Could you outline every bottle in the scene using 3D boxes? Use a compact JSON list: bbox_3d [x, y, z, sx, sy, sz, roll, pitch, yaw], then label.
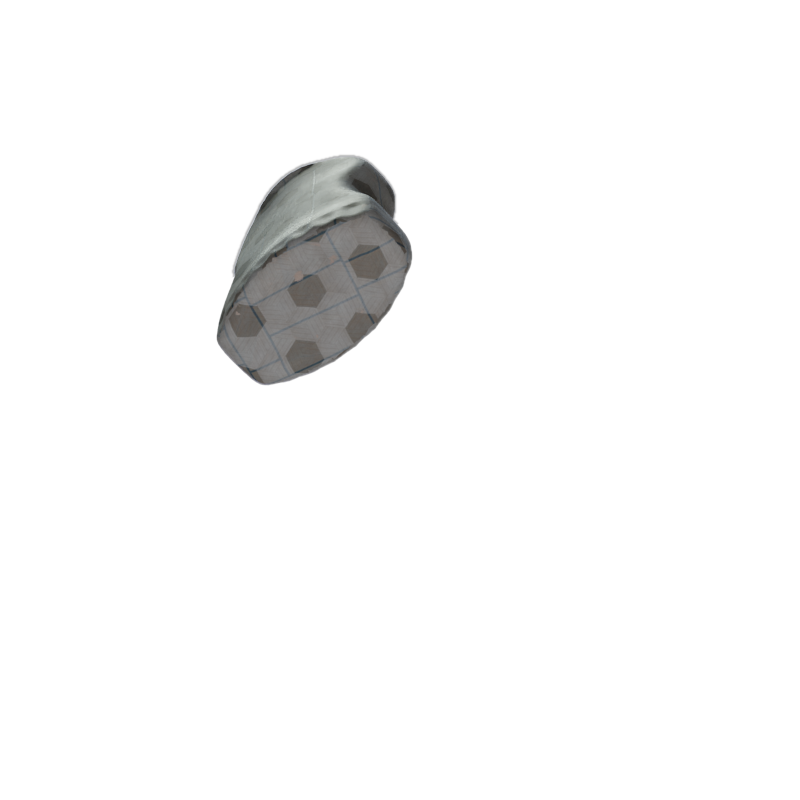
[{"bbox_3d":[-0.045,-0.082,0.580,0.095,0.056,0.201,-41,20,13],"label":"bottle"}]
